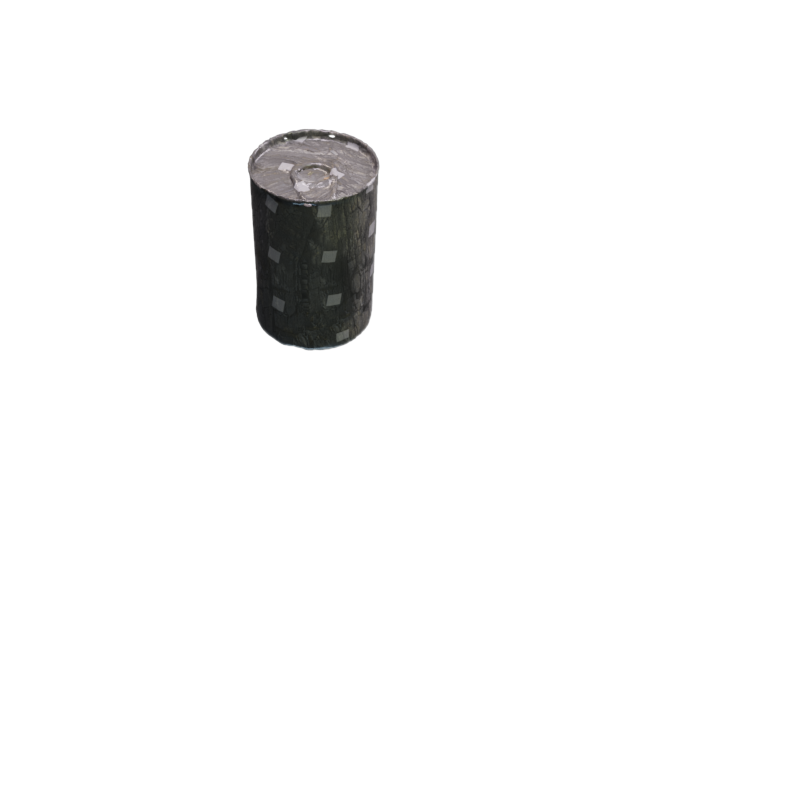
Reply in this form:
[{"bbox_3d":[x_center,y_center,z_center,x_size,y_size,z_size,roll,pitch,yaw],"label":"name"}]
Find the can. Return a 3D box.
[{"bbox_3d":[-0.047,-0.086,0.600,0.068,0.095,0.073,0,41,-3],"label":"can"}]
